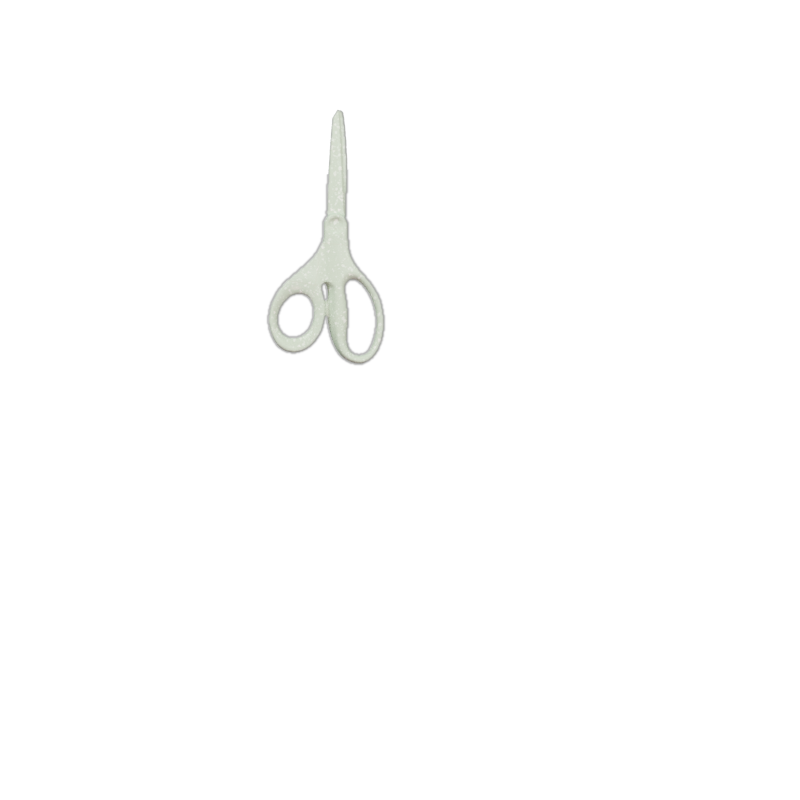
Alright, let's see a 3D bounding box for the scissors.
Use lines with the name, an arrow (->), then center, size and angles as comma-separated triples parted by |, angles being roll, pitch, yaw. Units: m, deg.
scissors -> -0.067, -0.122, 0.857 | 0.096, 0.209, 0.015 | -14, -14, -4
